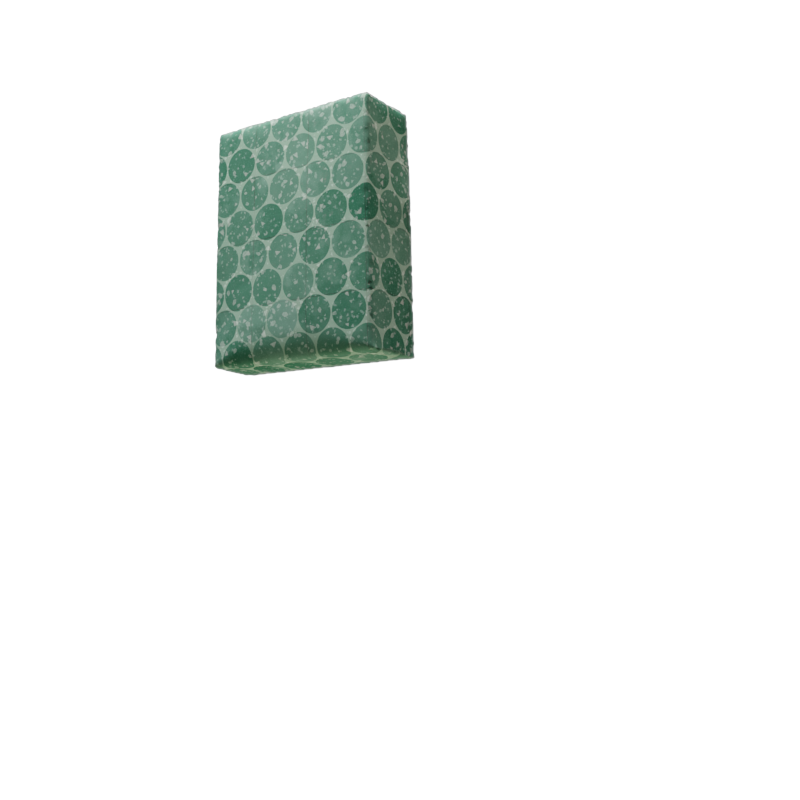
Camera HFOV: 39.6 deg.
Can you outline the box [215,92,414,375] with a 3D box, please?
[{"bbox_3d":[-0.074,-0.135,0.943,0.168,0.222,0.068,-9,-17,33],"label":"box"}]
